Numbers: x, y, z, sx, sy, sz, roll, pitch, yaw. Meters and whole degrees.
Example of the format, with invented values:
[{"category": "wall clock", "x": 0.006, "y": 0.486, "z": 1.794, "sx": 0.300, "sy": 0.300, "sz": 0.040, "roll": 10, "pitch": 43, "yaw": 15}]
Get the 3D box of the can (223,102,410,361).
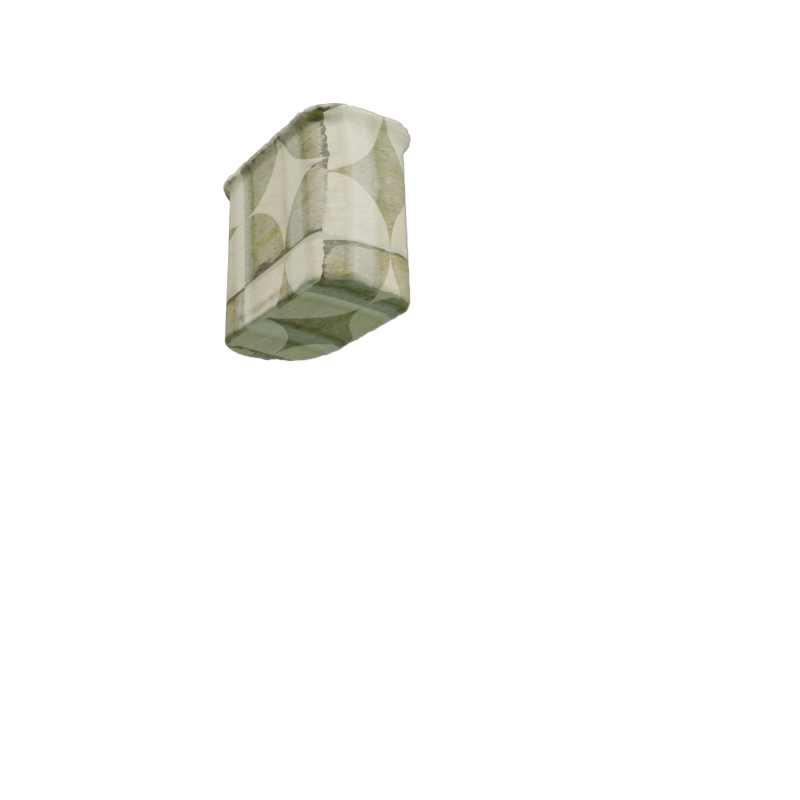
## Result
[{"category": "can", "x": -0.039, "y": -0.072, "z": 0.503, "sx": 0.055, "sy": 0.088, "sz": 0.101, "roll": 15, "pitch": -27, "yaw": -32}]
